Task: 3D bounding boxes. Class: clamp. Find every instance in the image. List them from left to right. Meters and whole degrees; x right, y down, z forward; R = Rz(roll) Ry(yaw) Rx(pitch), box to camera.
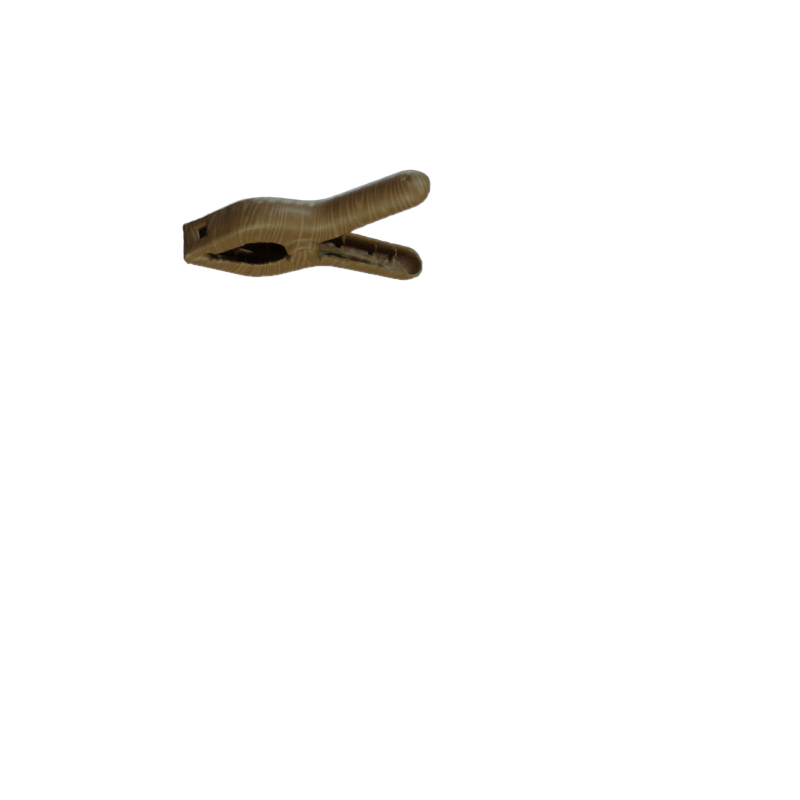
[{"bbox_3d":[-0.059,-0.108,0.760,0.173,0.042,0.111,-5,-31,8],"label":"clamp"}]
